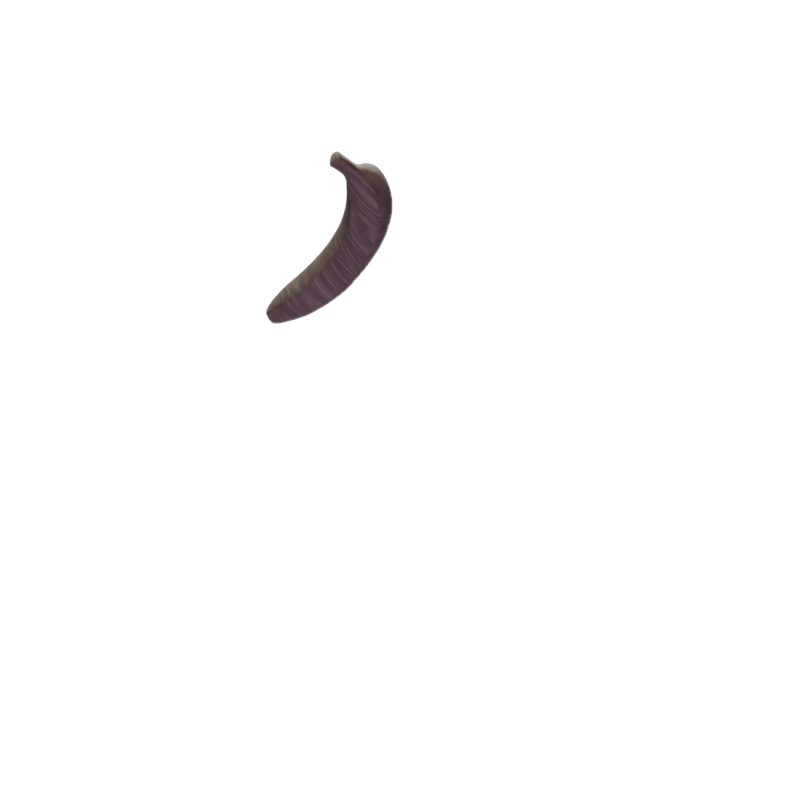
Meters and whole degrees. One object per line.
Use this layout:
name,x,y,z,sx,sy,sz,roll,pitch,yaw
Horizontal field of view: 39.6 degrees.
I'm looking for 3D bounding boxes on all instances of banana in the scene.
banana,-0.051,-0.127,0.894,0.068,0.039,0.189,13,-43,-15
